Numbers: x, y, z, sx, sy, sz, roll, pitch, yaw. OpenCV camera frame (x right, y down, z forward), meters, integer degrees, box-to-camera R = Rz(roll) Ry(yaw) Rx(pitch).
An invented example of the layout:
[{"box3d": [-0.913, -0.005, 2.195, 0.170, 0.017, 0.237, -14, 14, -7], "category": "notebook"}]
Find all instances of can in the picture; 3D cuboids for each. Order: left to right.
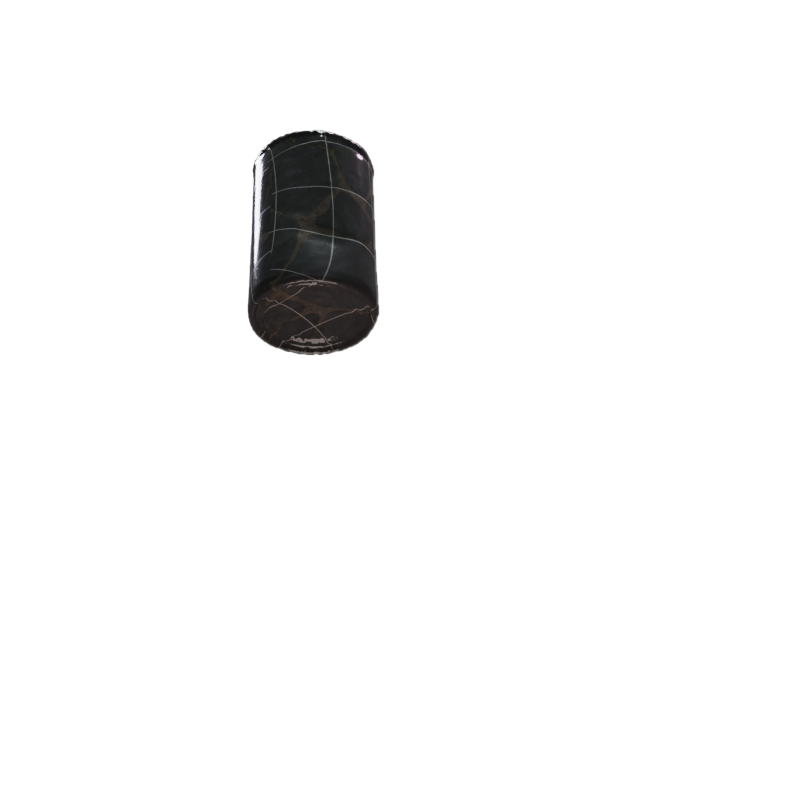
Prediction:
[{"box3d": [-0.046, -0.084, 0.590, 0.068, 0.109, 0.064, -1, -36, -3], "category": "can"}]
